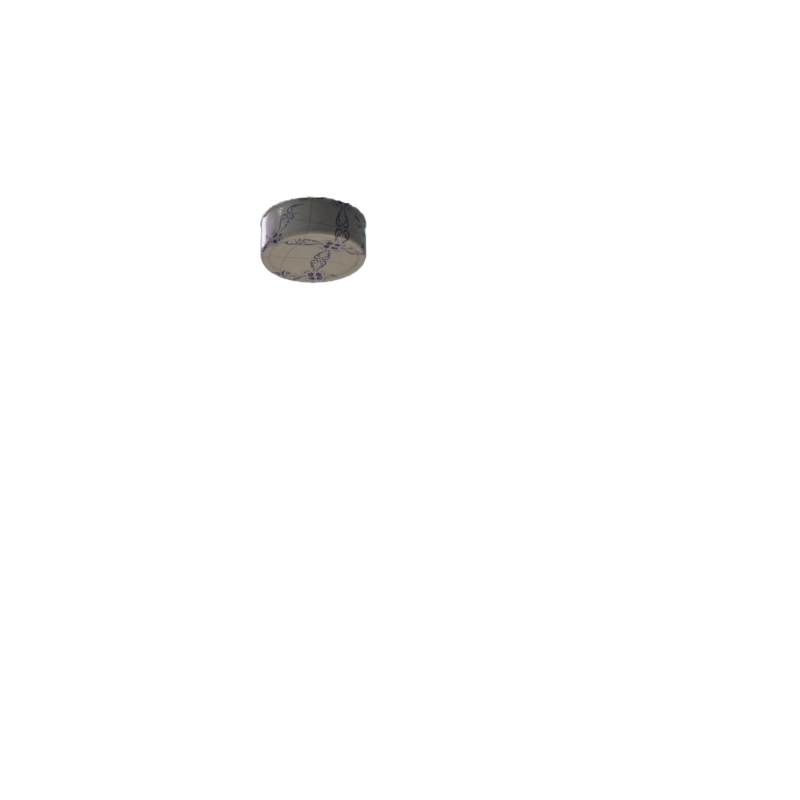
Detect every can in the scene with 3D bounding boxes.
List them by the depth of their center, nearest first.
[{"bbox_3d":[-0.069,-0.126,0.885,0.086,0.035,0.081,1,-23,-2],"label":"can"}]
